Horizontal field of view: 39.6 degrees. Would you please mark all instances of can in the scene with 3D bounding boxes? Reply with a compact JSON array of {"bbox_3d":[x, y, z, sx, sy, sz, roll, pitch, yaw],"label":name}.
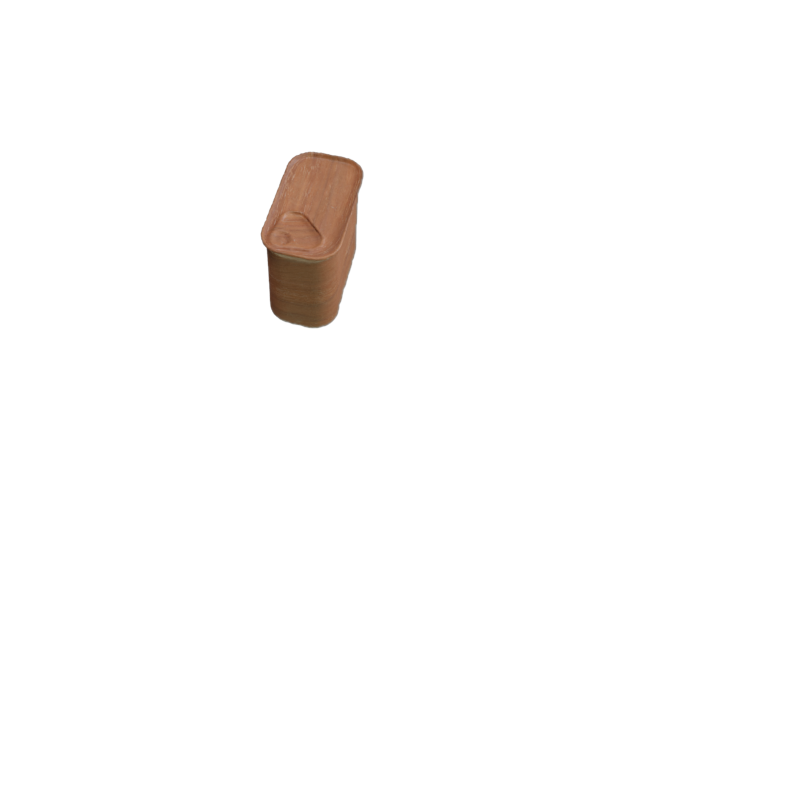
[{"bbox_3d":[-0.064,-0.116,0.813,0.058,0.108,0.078,11,-37,5],"label":"can"}]
